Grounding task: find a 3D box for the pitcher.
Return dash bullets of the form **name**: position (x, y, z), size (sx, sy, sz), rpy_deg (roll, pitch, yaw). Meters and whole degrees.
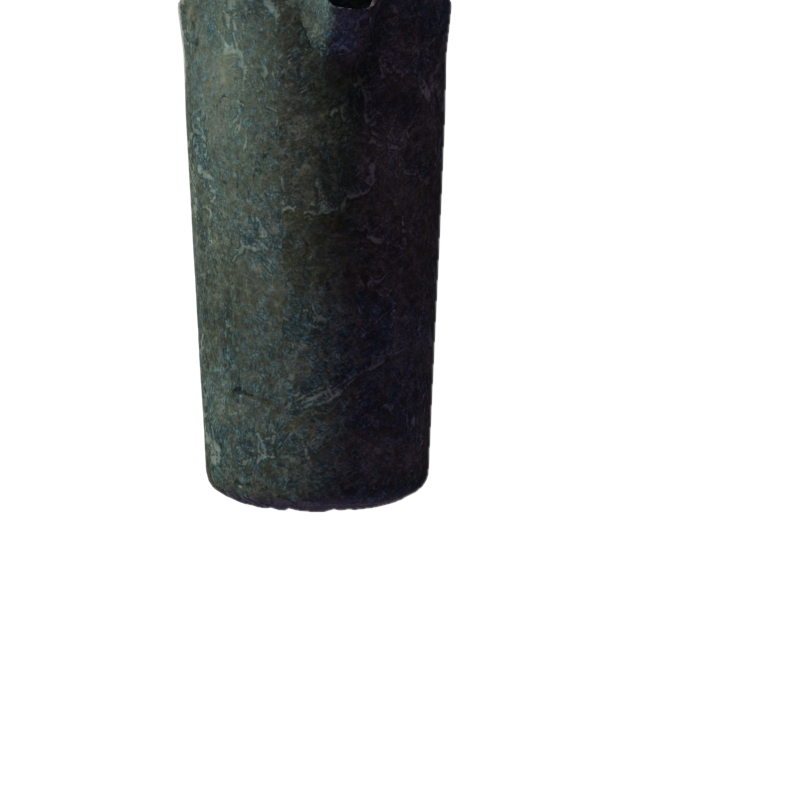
- **pitcher**: position (-0.043, -0.079, 0.551), size (0.150, 0.243, 0.144), rpy_deg (1, 1, 31)
